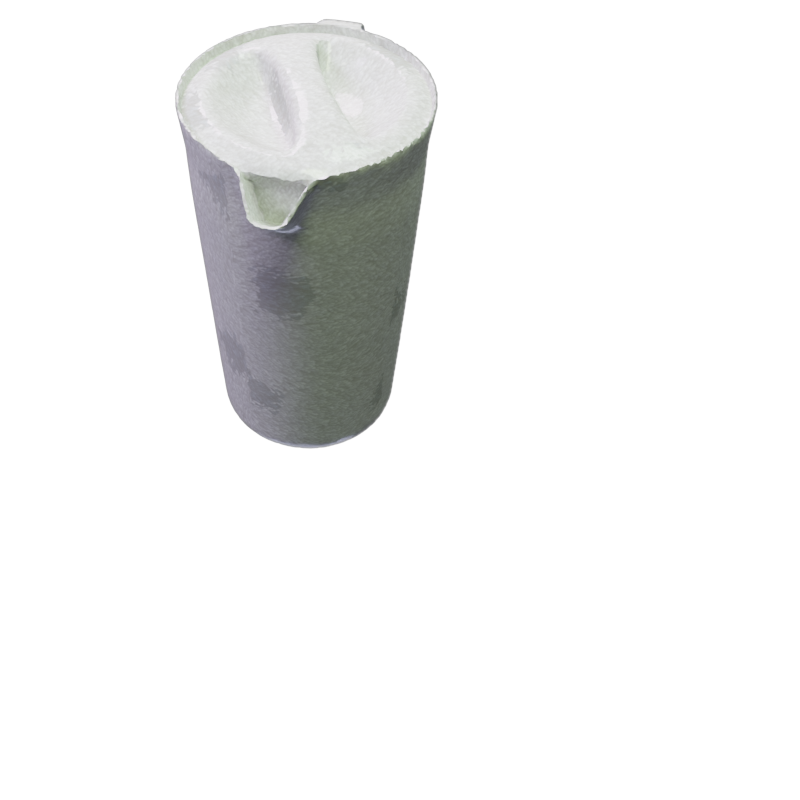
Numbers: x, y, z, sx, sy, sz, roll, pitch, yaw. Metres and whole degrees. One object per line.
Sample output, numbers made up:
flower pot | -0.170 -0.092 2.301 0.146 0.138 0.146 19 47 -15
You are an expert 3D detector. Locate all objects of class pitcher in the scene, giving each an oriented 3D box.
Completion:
pitcher | -0.051 -0.093 0.648 0.148 0.226 0.156 -26 54 -24
